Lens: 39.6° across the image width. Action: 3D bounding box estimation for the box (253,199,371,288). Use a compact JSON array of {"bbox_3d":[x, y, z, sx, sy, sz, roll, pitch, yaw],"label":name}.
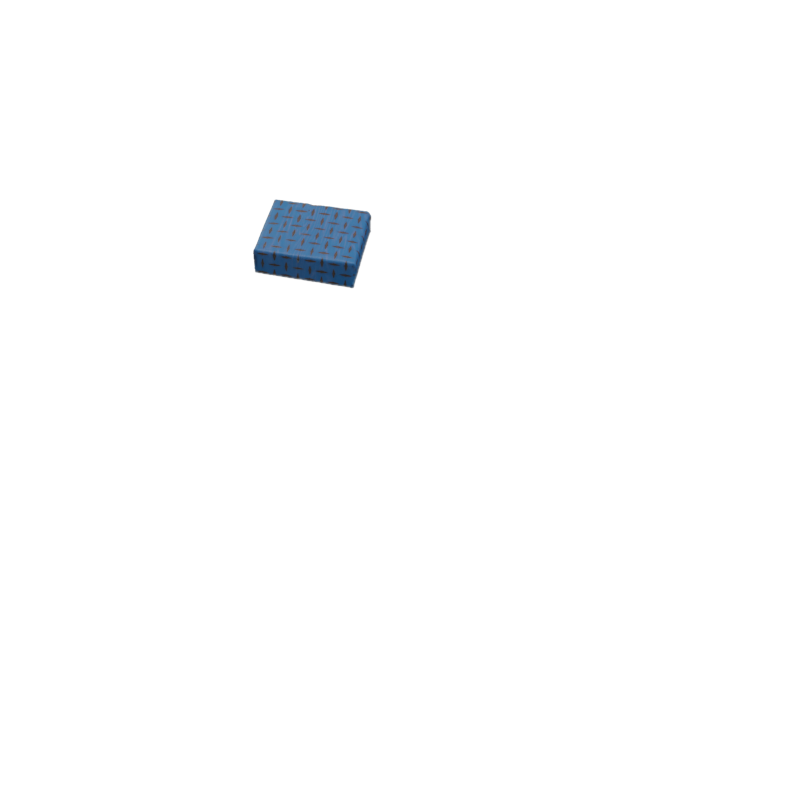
[{"bbox_3d":[-0.075,-0.137,0.957,0.091,0.028,0.077,8,44,8],"label":"box"}]
